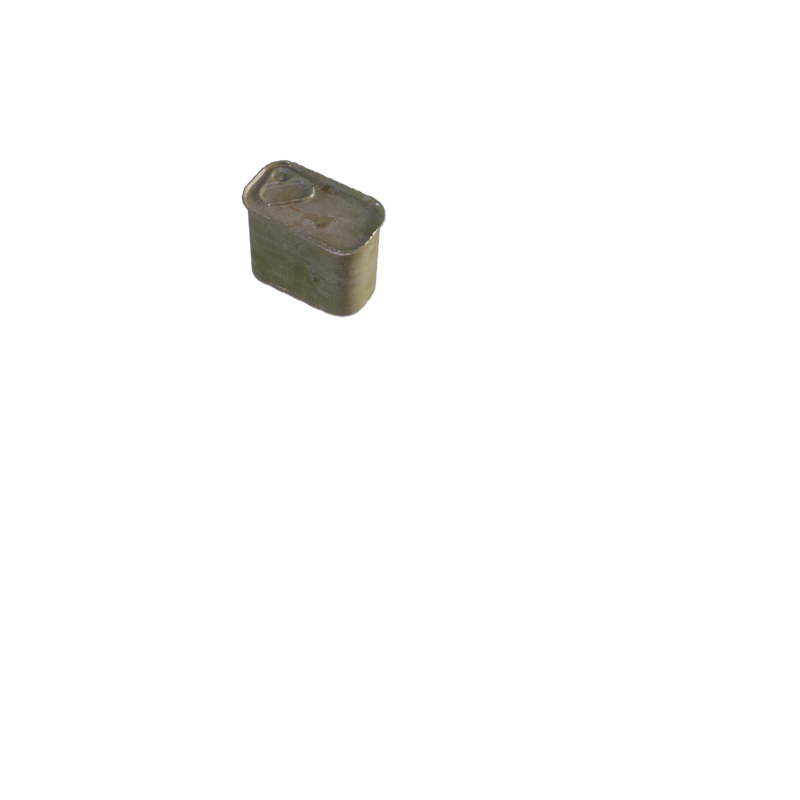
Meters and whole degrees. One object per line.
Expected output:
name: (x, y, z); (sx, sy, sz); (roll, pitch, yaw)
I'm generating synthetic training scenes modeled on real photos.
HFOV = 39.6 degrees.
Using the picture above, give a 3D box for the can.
can: (-0.064, -0.117, 0.816); (0.106, 0.059, 0.078); (27, -33, 17)
